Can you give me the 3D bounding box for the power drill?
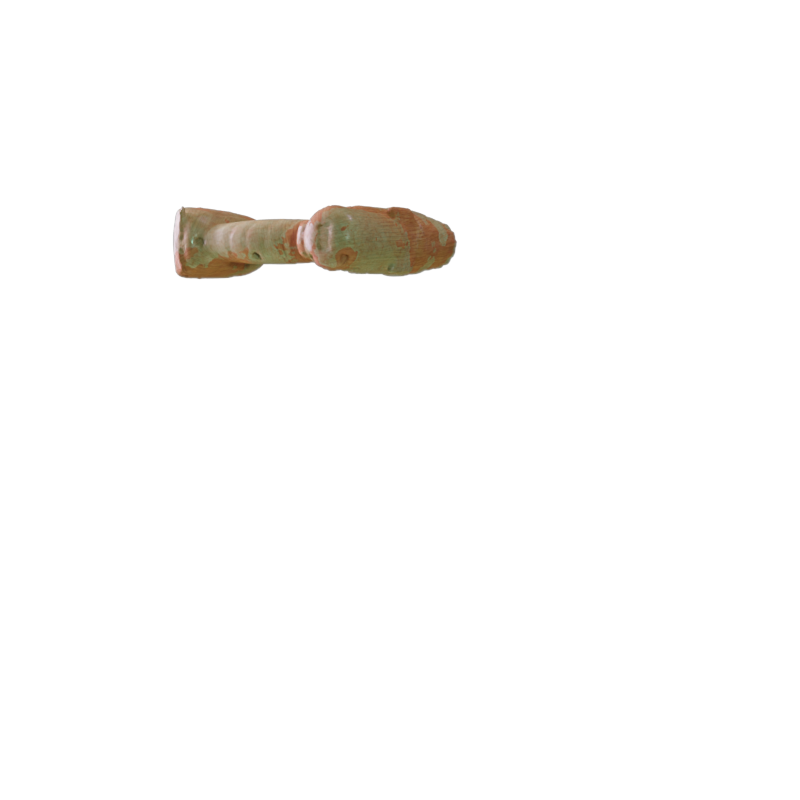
[{"bbox_3d":[-0.068,-0.124,0.867,0.194,0.057,0.178,2,4,30],"label":"power drill"}]
